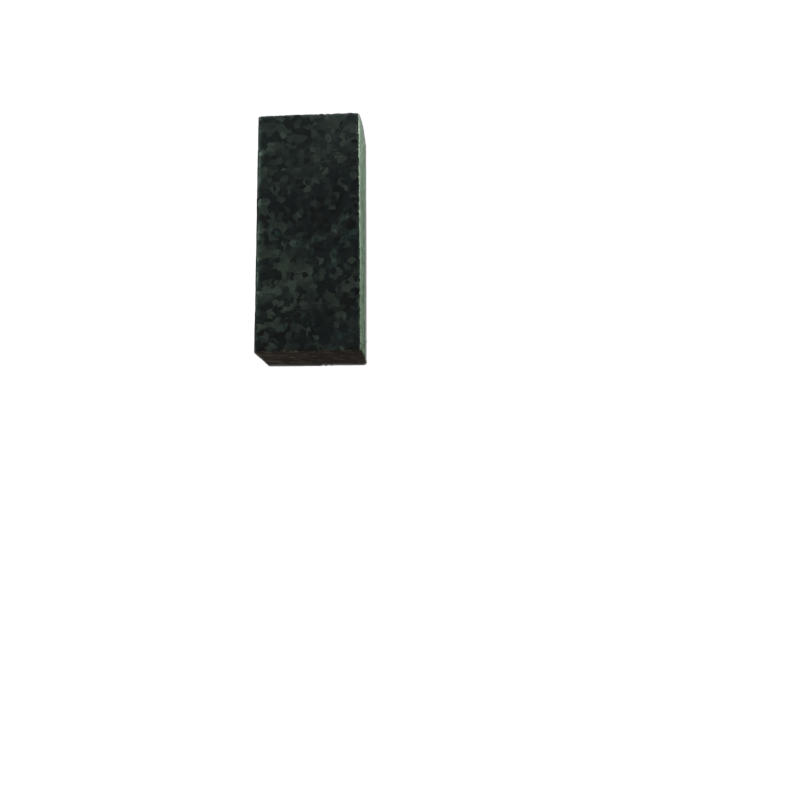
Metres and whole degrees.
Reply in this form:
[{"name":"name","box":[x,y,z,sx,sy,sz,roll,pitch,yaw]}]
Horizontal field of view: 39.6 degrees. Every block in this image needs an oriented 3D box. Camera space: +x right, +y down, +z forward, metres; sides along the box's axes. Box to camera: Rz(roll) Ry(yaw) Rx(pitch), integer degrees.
[{"name":"block","box":[-0.076,-0.138,0.970,0.091,0.213,0.087,-2,-13,4]}]
